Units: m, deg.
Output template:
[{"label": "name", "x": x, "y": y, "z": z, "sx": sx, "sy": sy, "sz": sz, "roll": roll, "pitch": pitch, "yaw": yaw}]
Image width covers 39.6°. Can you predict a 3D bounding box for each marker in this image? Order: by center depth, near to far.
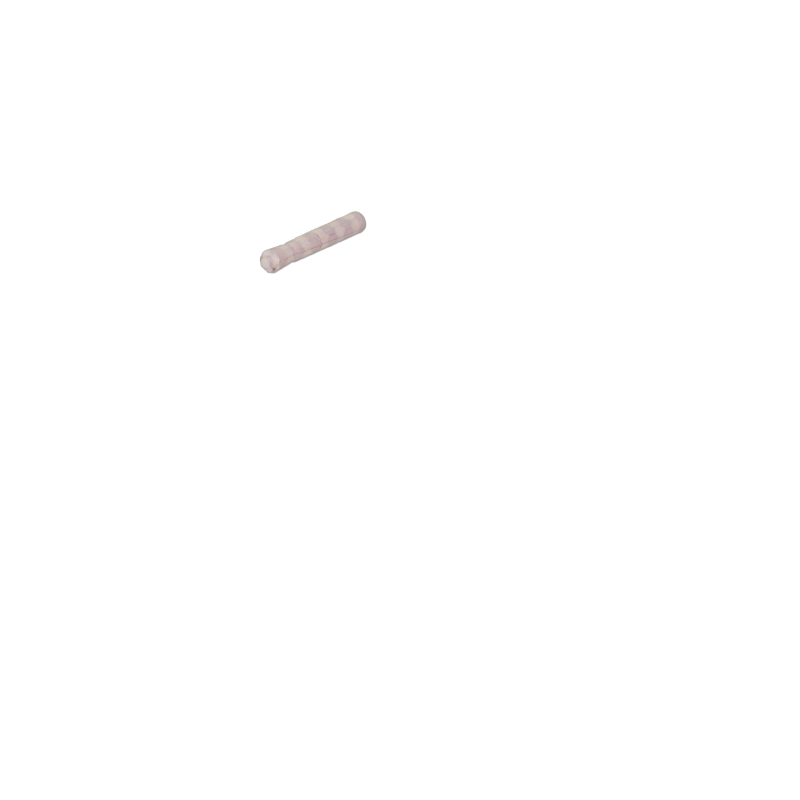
[{"label": "marker", "x": -0.068, "y": -0.124, "z": 0.870, "sx": 0.020, "sy": 0.019, "sz": 0.121, "roll": 3, "pitch": 24, "yaw": 35}]
